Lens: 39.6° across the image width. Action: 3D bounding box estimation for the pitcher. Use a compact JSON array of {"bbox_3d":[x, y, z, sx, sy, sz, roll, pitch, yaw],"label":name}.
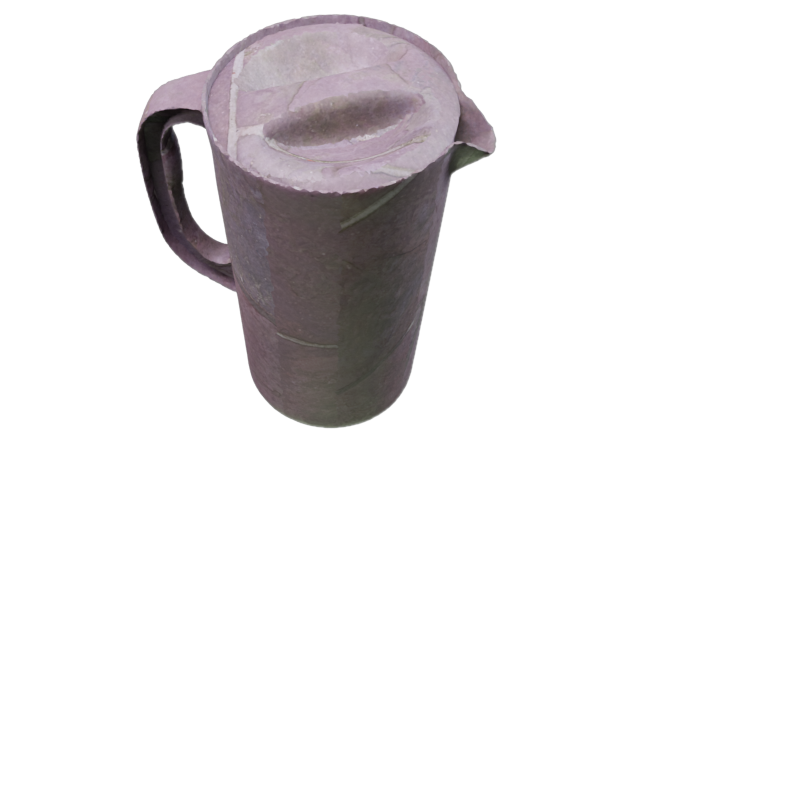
[{"bbox_3d":[-0.050,-0.092,0.643,0.145,0.159,0.227,-31,-29,-23],"label":"pitcher"}]
